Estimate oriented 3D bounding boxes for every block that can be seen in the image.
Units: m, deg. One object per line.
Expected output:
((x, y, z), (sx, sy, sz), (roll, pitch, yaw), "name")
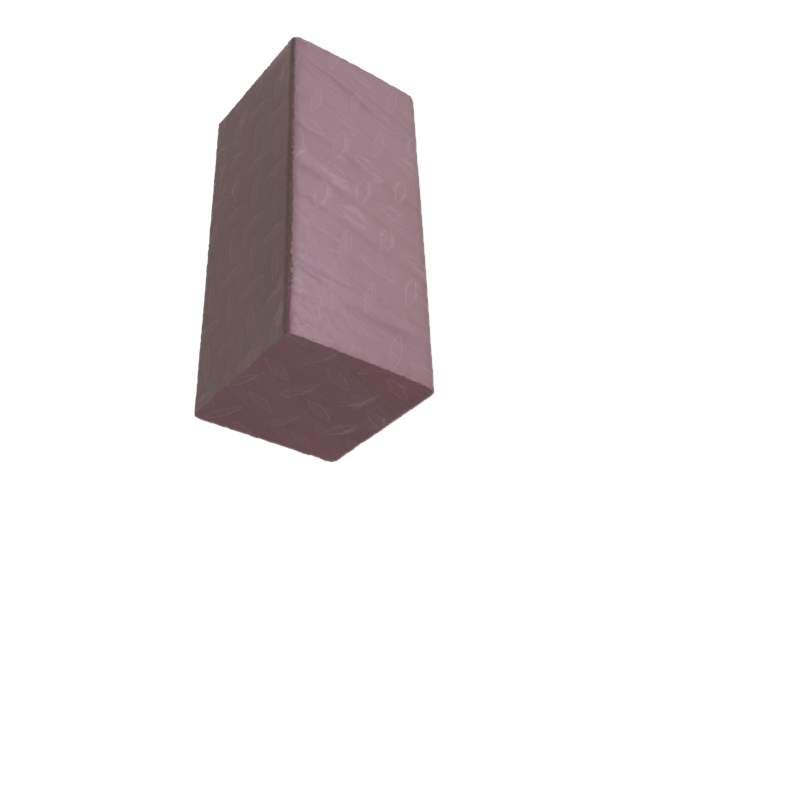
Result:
((-0.047, -0.087, 0.610), (0.085, 0.221, 0.089), (22, -43, -30), "block")
